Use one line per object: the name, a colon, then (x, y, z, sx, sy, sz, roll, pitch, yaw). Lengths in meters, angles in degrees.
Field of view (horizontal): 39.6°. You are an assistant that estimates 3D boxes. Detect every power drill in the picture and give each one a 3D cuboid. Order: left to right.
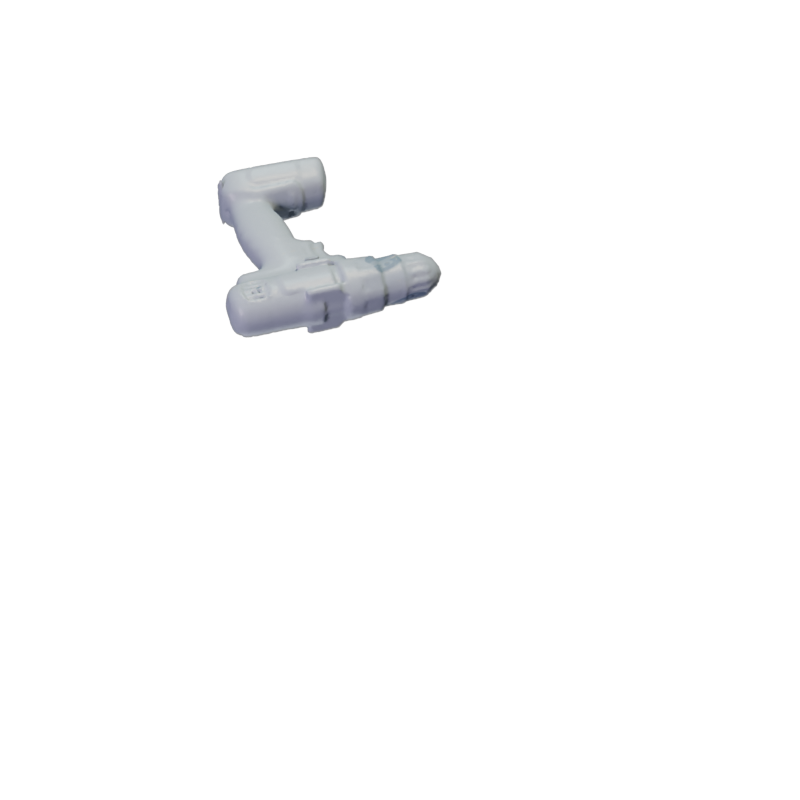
power drill: (-0.077, -0.140, 0.981, 0.182, 0.053, 0.203, -12, 44, -13)
